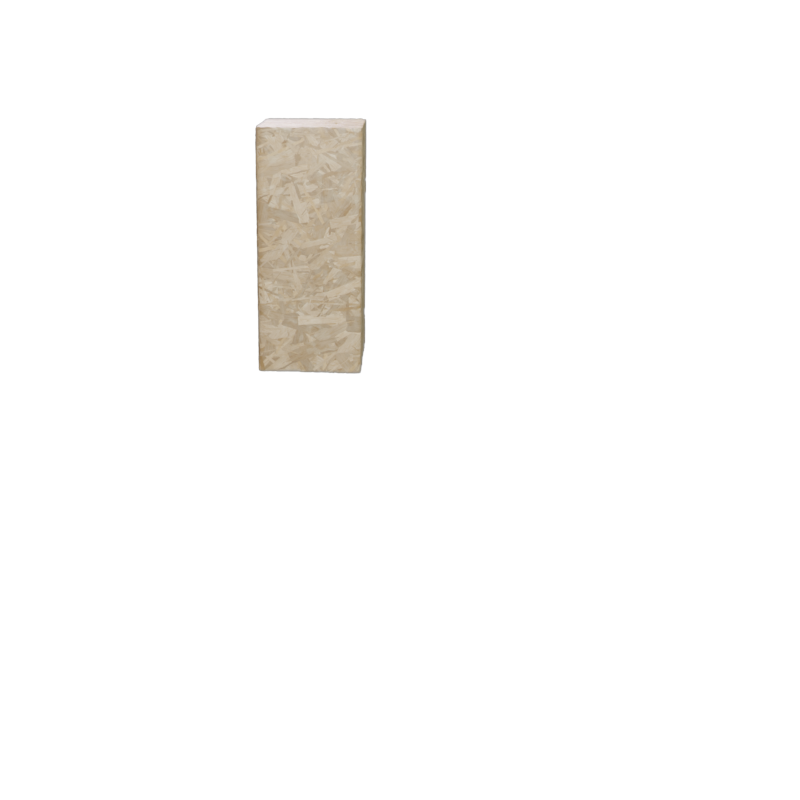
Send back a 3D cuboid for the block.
[{"bbox_3d":[-0.075,-0.136,0.955,0.090,0.200,0.093,1,13,1],"label":"block"}]
